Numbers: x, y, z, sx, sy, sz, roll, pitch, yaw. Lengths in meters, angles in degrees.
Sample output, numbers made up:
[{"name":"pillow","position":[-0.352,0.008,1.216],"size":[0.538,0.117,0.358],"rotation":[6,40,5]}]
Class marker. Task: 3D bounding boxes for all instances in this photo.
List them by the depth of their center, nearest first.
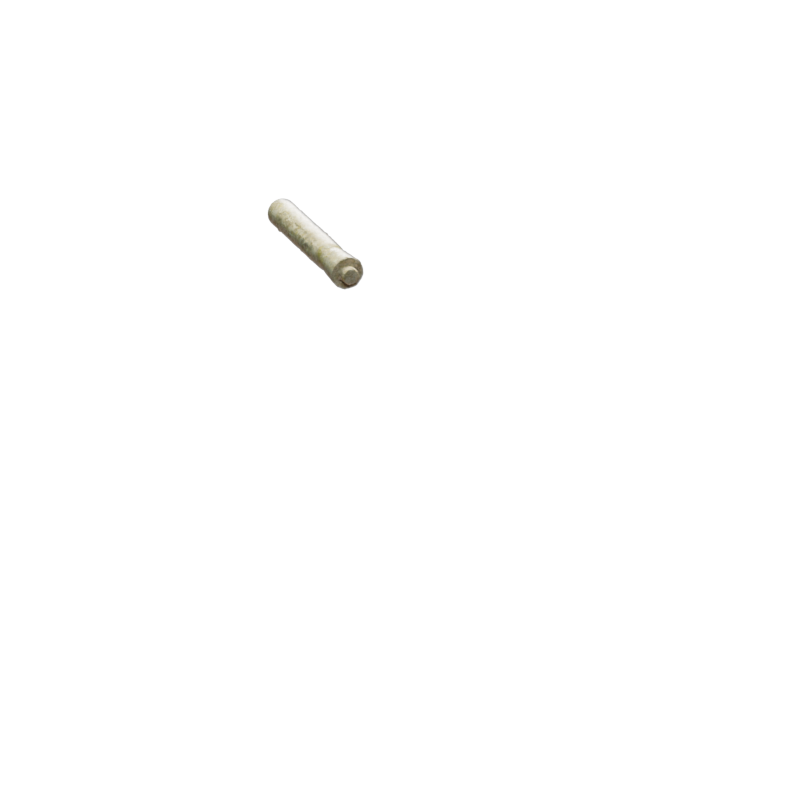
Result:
[{"name":"marker","position":[-0.051,-0.093,0.654],"size":[0.019,0.019,0.129],"rotation":[-2,25,-24]}]
